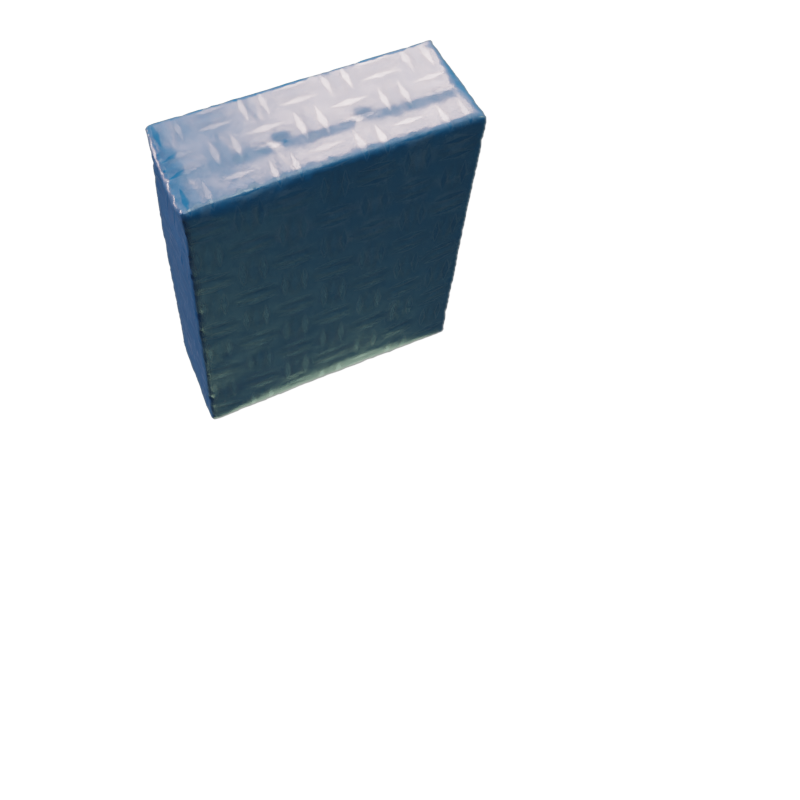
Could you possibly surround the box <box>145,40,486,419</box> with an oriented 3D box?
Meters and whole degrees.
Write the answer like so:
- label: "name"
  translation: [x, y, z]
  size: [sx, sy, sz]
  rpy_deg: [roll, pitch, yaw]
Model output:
- label: "box"
  translation: [-0.050, -0.091, 0.637]
  size: [0.163, 0.077, 0.200]
  rpy_deg: [-21, -27, -15]
